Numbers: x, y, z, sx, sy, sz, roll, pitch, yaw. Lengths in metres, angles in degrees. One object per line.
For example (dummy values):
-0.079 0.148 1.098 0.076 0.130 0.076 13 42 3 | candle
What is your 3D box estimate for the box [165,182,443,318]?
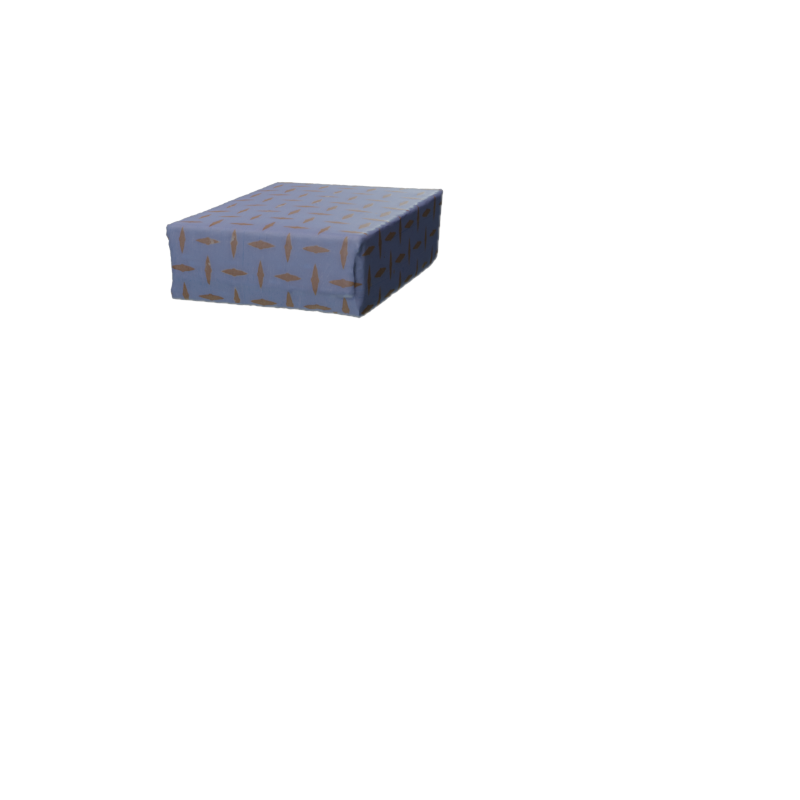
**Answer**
-0.039 -0.072 0.503 0.093 0.038 0.114 7 19 20 | box
